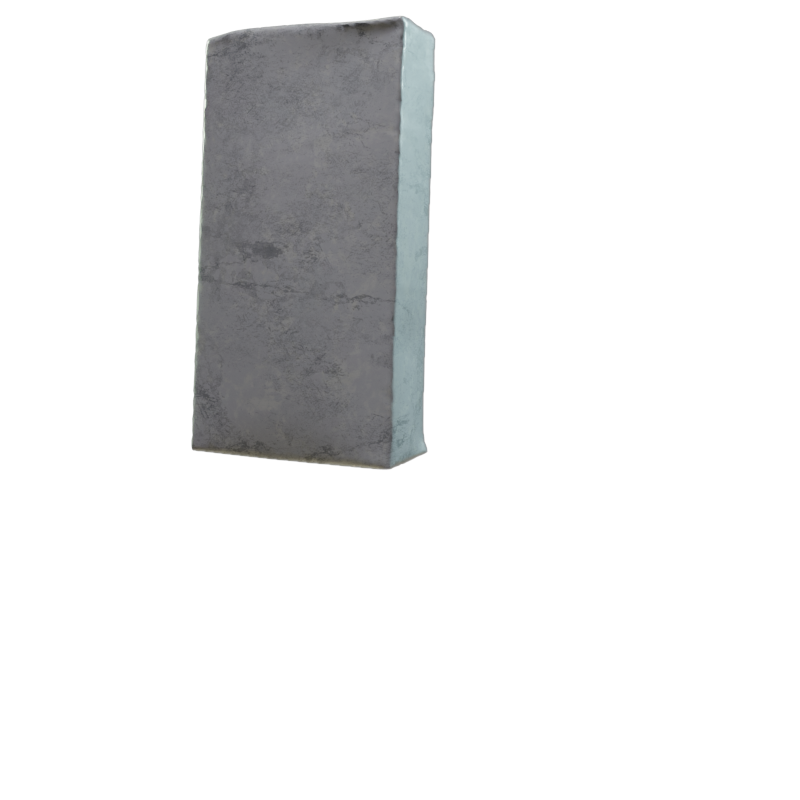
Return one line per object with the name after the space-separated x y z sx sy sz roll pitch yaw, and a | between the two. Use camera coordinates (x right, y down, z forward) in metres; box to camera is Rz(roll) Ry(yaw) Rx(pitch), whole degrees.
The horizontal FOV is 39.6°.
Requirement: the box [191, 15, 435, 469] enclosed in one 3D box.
-0.036 -0.066 0.459 0.096 0.177 0.046 0 0 25 | box
